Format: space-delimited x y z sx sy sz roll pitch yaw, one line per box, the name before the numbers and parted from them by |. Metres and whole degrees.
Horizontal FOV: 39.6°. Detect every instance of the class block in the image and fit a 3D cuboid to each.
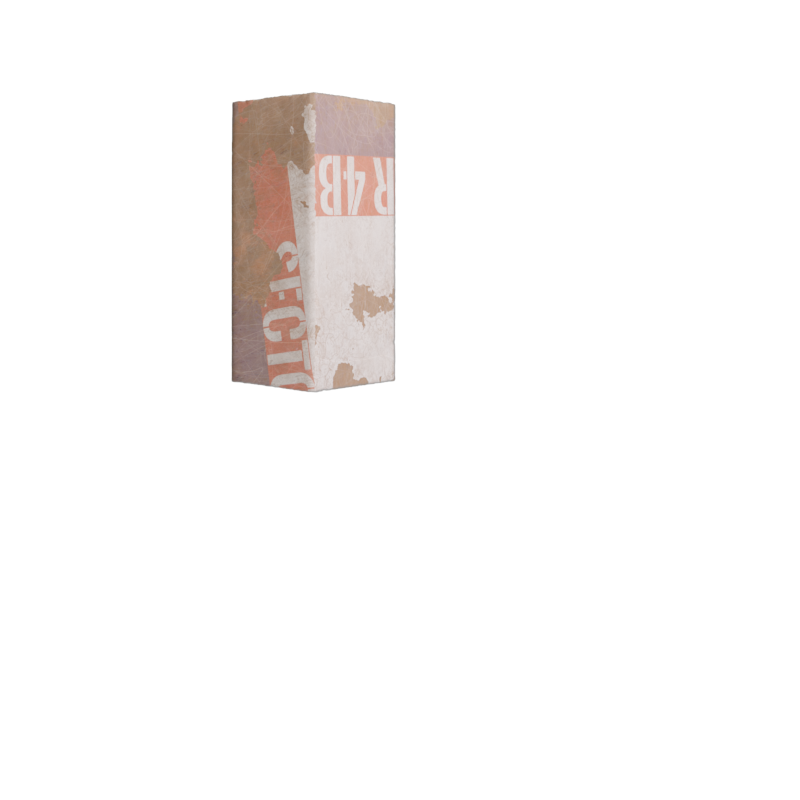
block | -0.065 -0.117 0.820 0.094 0.206 0.087 1 2 41
